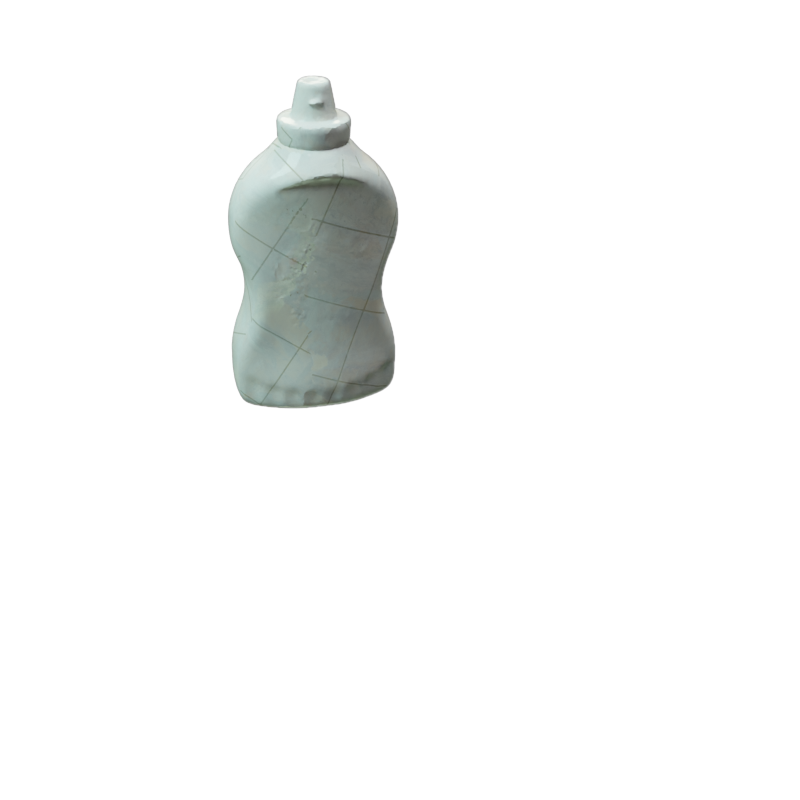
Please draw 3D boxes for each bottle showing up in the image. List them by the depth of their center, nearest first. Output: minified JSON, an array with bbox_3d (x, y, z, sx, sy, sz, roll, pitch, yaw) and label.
[{"bbox_3d":[-0.050,-0.090,0.634,0.095,0.182,0.062,-4,26,-11],"label":"bottle"}]
